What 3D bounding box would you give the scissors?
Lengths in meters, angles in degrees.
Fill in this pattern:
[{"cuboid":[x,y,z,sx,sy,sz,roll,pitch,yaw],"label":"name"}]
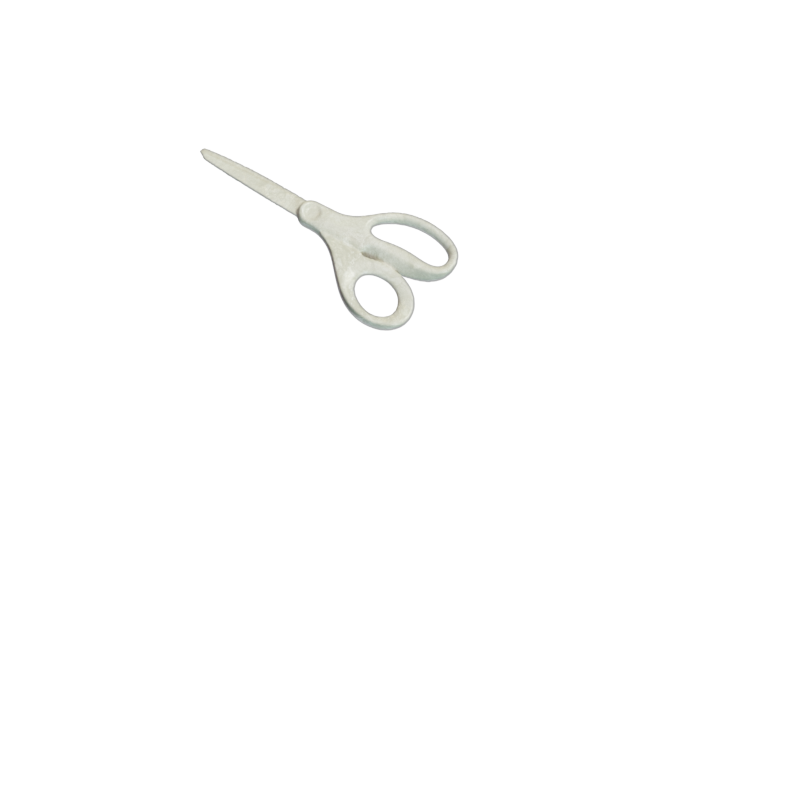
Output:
[{"cuboid":[-0.061,-0.112,0.783,0.204,0.100,0.015,16,-22,7],"label":"scissors"}]
